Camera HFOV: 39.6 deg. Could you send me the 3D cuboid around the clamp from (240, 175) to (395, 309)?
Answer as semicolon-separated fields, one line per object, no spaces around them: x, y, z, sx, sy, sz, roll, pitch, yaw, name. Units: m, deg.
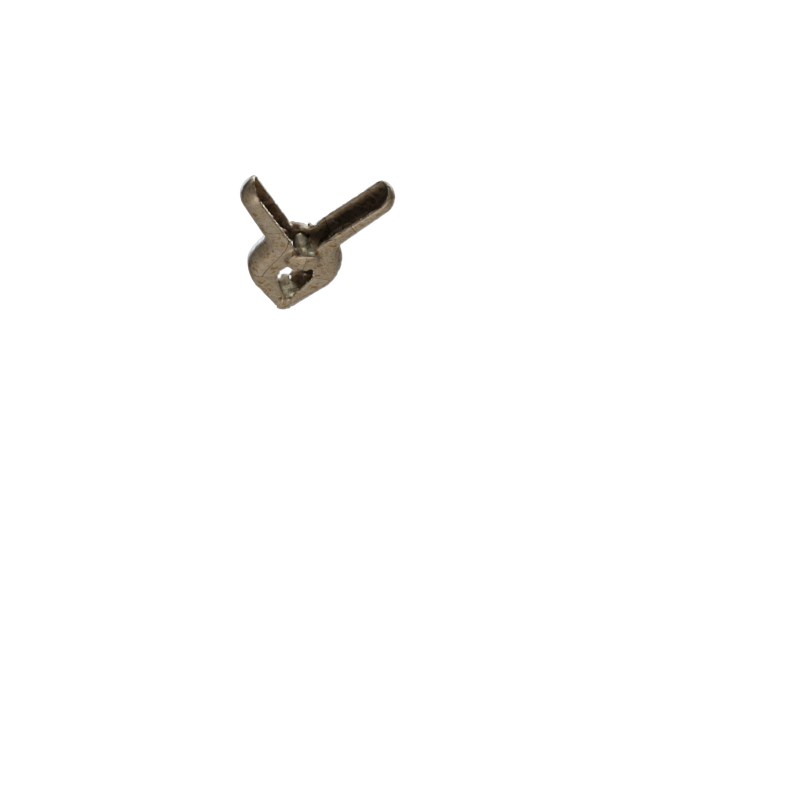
-0.071;-0.129;0.905;0.119;0.042;0.163;2;-25;-6;clamp
